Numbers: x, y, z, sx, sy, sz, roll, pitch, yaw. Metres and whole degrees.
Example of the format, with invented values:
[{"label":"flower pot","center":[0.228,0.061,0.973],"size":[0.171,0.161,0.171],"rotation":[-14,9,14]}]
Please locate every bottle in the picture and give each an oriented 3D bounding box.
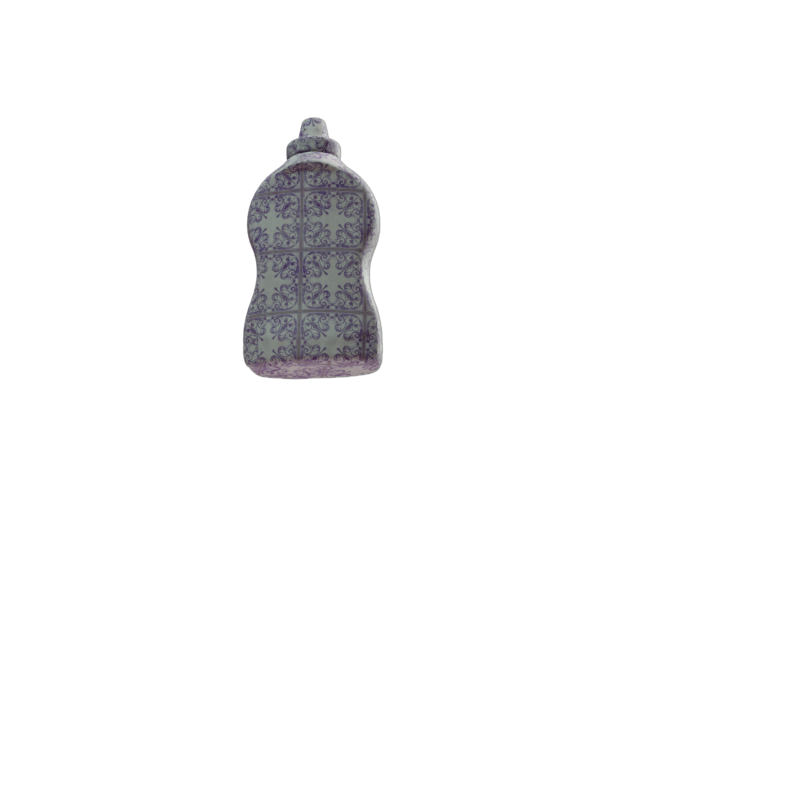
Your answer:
[{"label":"bottle","center":[-0.063,-0.114,0.799],"size":[0.097,0.200,0.055],"rotation":[-4,-18,9]}]
